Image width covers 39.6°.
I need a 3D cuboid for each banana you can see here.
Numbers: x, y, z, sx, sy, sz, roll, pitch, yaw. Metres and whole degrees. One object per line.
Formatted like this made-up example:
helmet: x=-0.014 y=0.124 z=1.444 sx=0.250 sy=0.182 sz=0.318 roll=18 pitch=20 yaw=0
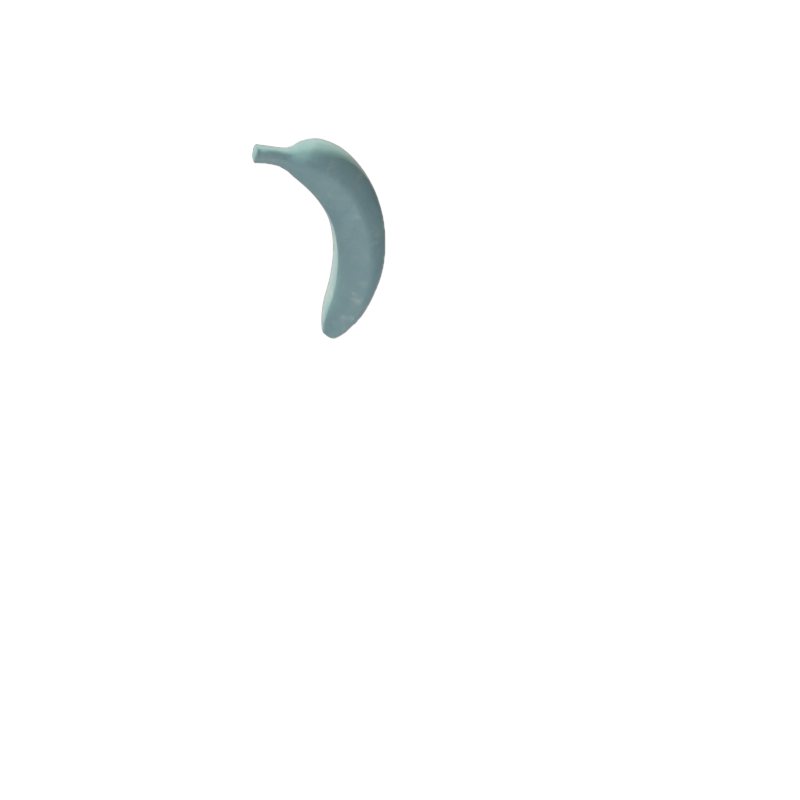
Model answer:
banana: x=-0.044 y=-0.118 z=0.781 sx=0.070 sy=0.039 sz=0.182 roll=-9 pitch=-42 yaw=9
